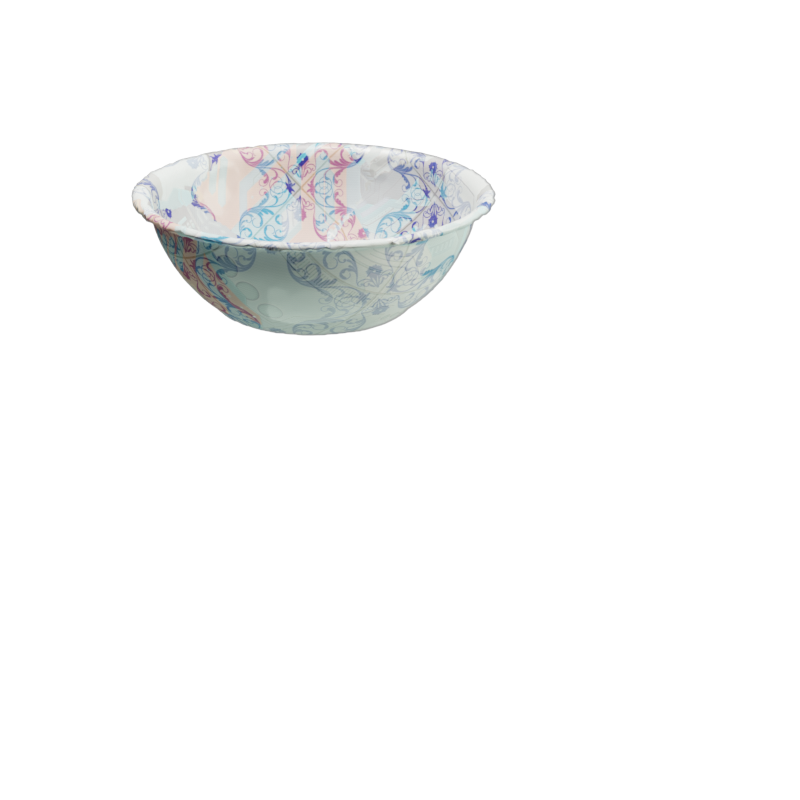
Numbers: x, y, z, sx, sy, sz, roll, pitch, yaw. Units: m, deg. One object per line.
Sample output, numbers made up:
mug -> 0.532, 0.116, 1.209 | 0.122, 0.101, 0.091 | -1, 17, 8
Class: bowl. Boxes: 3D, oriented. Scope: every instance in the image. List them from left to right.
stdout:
bowl -> -0.040, -0.072, 0.505 | 0.162, 0.052, 0.170 | -1, 25, -2
